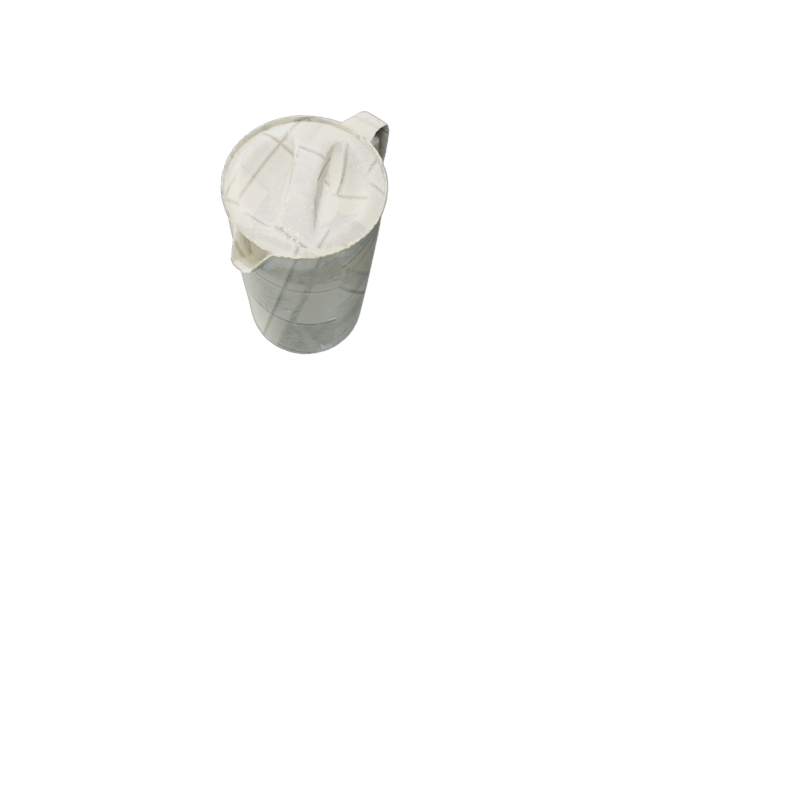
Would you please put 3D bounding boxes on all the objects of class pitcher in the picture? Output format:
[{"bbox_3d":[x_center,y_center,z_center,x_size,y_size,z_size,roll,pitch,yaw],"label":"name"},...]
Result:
[{"bbox_3d":[-0.077,-0.140,0.983,0.148,0.154,0.231,-8,-21,-6],"label":"pitcher"}]
